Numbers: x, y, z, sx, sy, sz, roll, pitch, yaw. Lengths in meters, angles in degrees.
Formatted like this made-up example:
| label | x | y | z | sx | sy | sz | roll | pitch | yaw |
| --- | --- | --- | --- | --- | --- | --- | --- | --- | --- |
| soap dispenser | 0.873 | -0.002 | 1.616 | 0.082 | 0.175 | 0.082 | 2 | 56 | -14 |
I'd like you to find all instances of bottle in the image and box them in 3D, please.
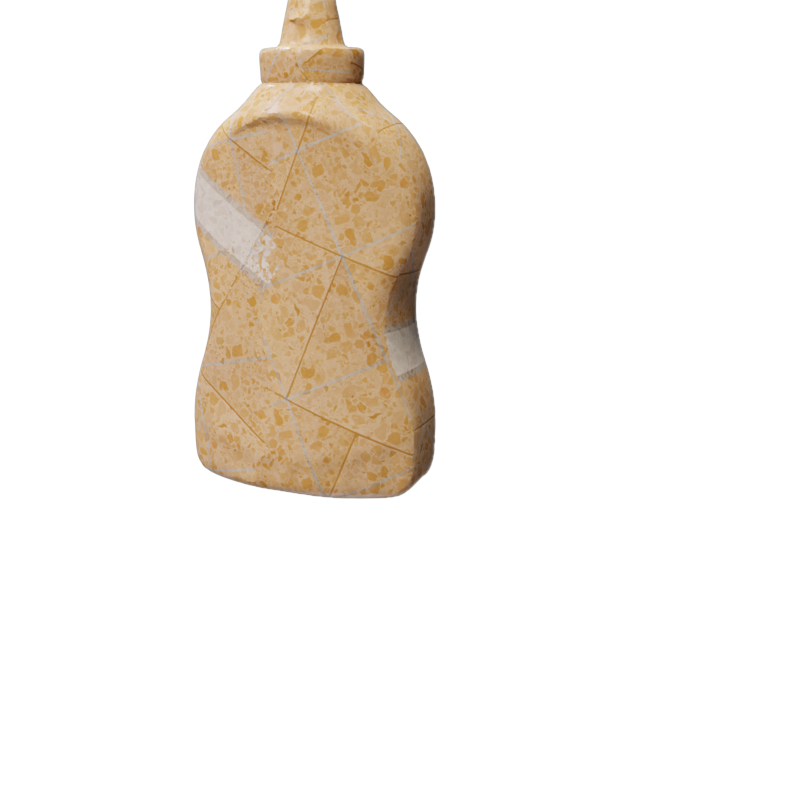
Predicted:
| label | x | y | z | sx | sy | sz | roll | pitch | yaw |
| --- | --- | --- | --- | --- | --- | --- | --- | --- | --- |
| bottle | -0.035 | -0.063 | 0.439 | 0.099 | 0.188 | 0.058 | 4 | 9 | 23 |
